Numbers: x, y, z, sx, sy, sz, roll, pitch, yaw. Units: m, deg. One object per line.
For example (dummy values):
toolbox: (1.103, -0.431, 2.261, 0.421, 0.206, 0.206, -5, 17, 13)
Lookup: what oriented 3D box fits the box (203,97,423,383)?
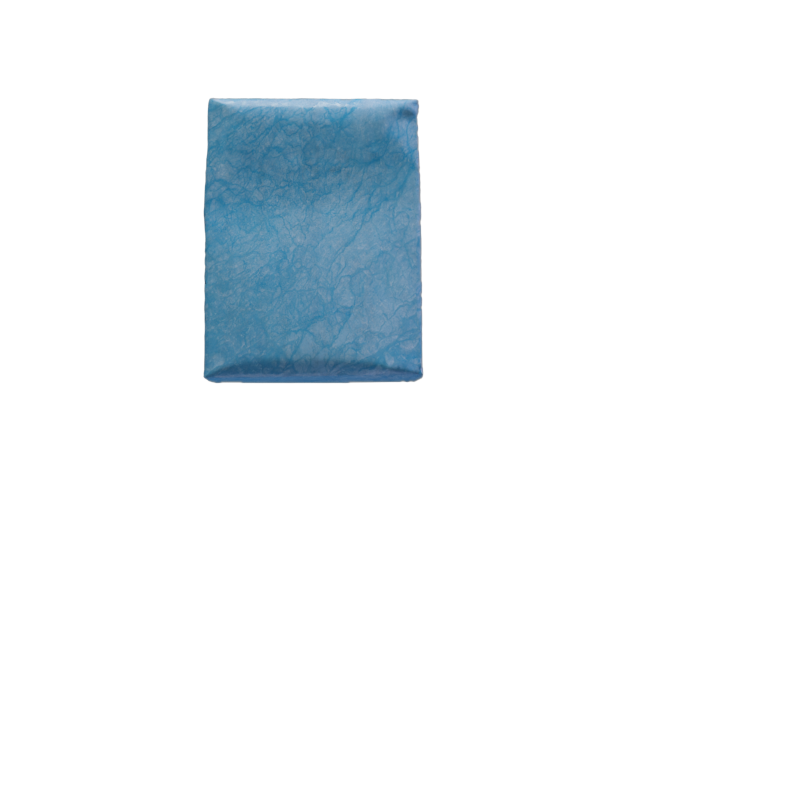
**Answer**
box: (-0.066, -0.121, 0.848, 0.164, 0.218, 0.070, 0, -8, -2)
